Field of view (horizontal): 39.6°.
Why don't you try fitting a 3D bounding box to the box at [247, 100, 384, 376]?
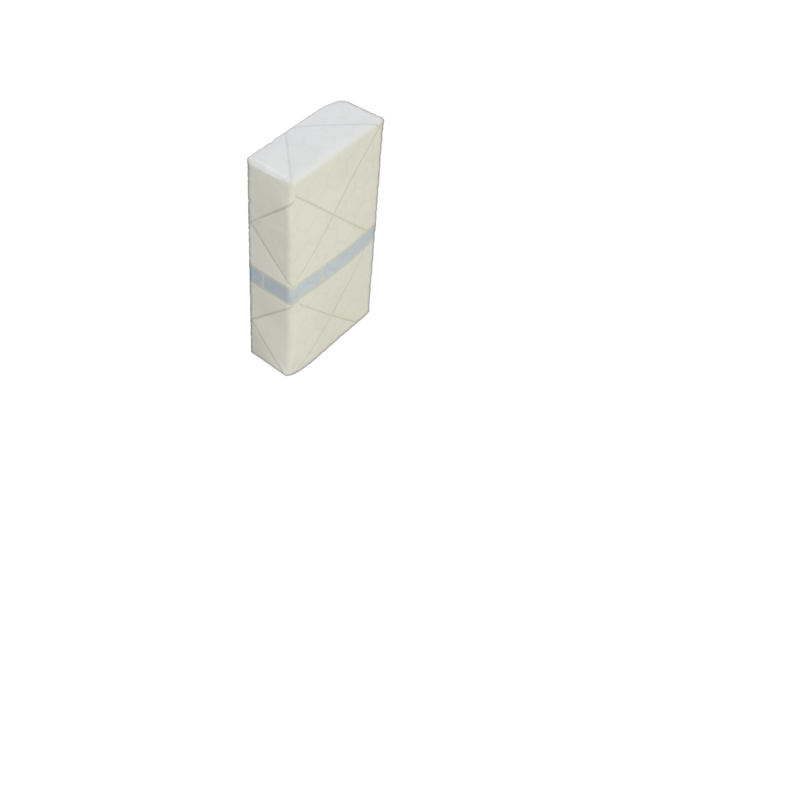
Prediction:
[{"bbox_3d":[-0.059,-0.107,0.749,0.051,0.164,0.095,29,49,24],"label":"box"}]
